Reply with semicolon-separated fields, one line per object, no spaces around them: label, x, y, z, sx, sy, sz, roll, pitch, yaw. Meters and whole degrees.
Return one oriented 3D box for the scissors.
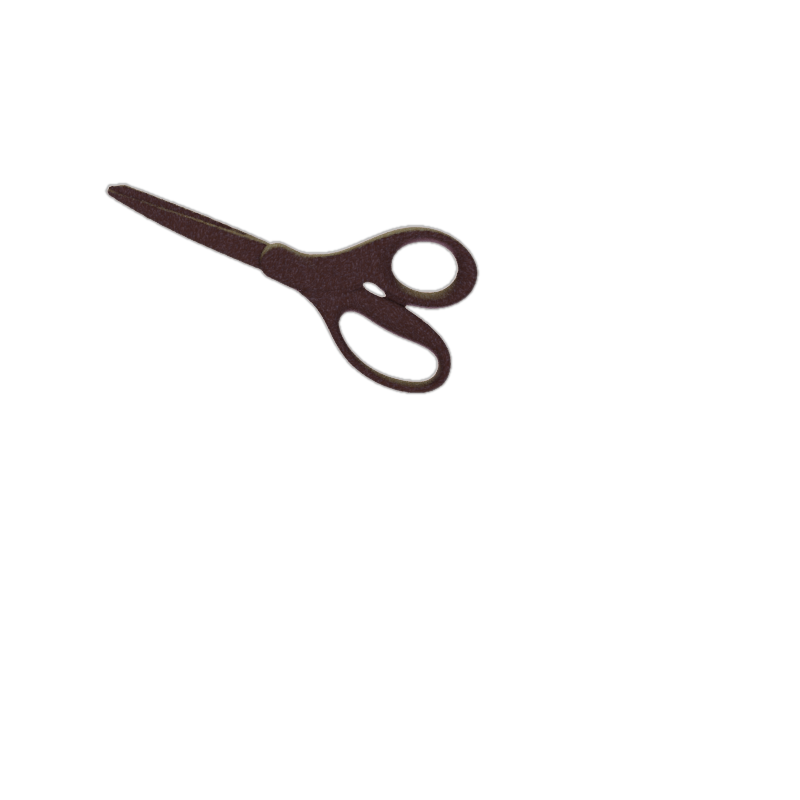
scissors;-0.045;-0.083;0.579;0.200;0.096;0.016;39;5;-4
